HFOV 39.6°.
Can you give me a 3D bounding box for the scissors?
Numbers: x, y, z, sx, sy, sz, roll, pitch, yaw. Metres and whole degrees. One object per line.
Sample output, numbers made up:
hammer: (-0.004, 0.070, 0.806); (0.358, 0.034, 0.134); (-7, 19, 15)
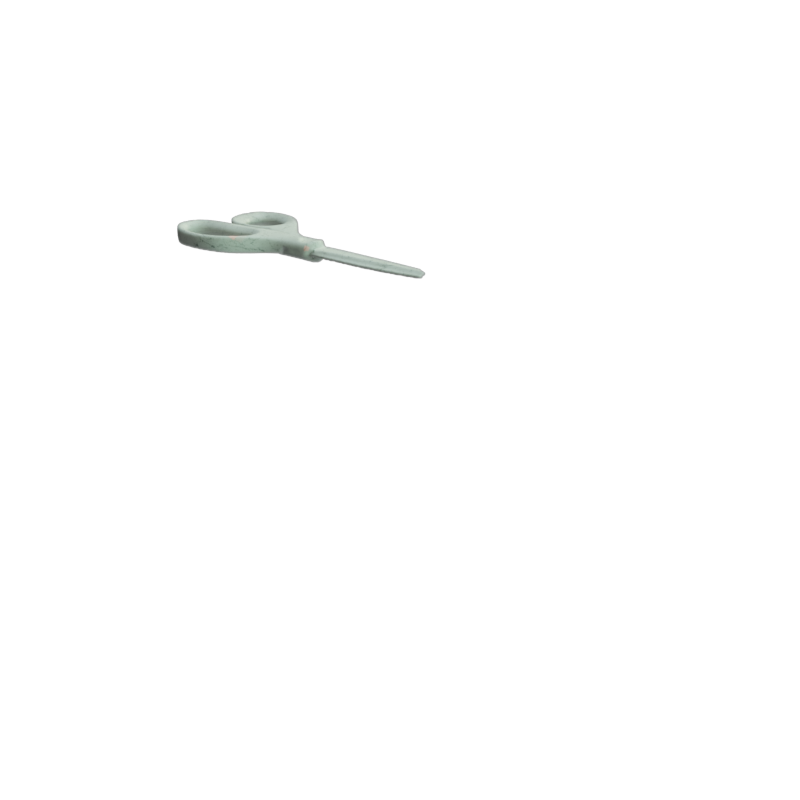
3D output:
scissors: (-0.061, -0.110, 0.773); (0.209, 0.015, 0.096); (10, 24, 24)
